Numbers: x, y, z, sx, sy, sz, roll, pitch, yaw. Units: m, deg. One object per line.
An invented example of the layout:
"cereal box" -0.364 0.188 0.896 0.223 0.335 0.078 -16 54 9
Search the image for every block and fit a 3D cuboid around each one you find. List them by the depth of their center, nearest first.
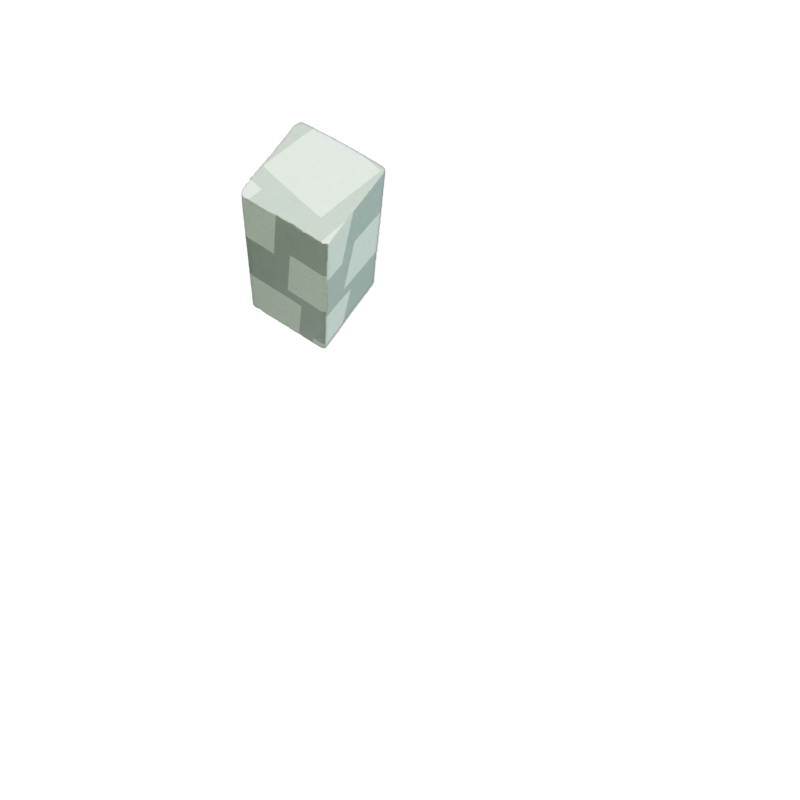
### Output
"block" -0.079 -0.143 0.998 0.093 0.093 0.195 32 -21 10
